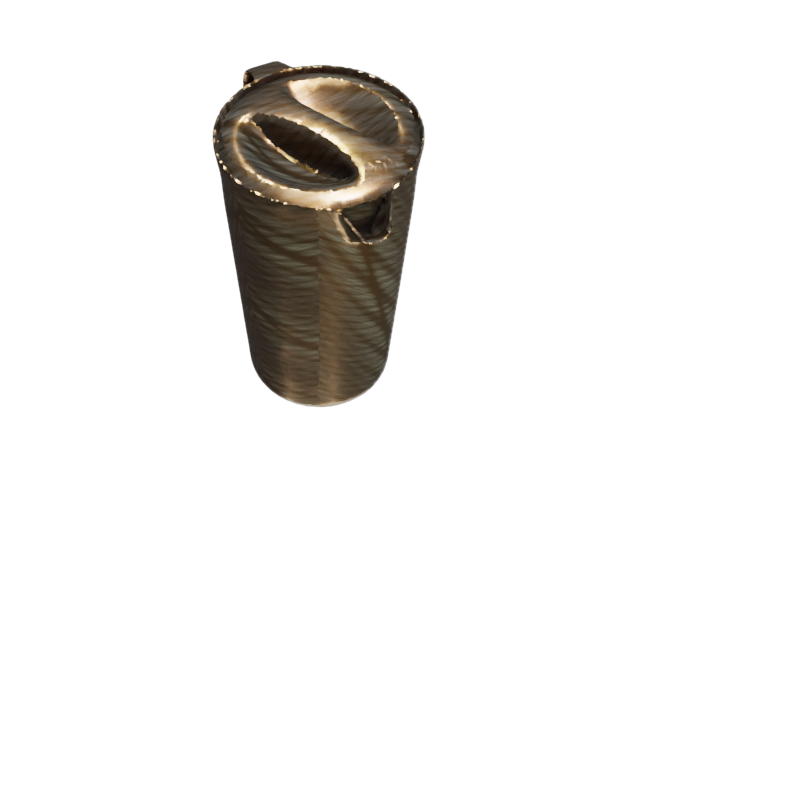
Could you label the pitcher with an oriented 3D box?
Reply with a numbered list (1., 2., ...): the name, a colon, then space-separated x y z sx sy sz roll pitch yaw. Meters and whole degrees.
1. pitcher: -0.061 -0.112 0.785 0.148 0.157 0.227 15 -37 8
